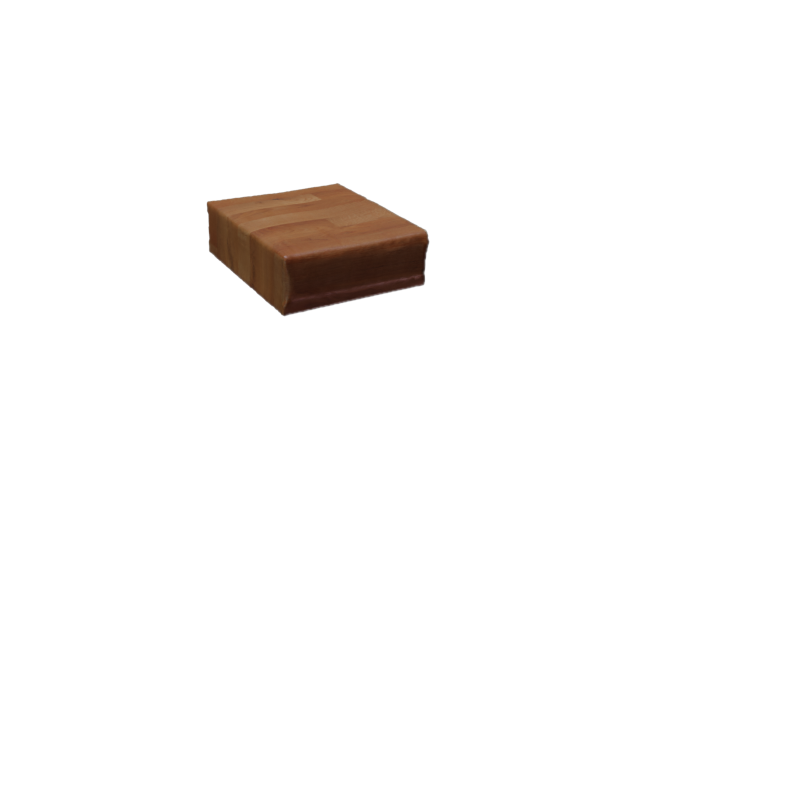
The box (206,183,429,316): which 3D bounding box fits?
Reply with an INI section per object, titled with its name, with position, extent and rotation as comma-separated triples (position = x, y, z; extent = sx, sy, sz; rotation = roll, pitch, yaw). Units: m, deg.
[box]
position = -0.040, -0.074, 0.518
extent = 0.072, 0.029, 0.096
rotation = -13, 29, -26
